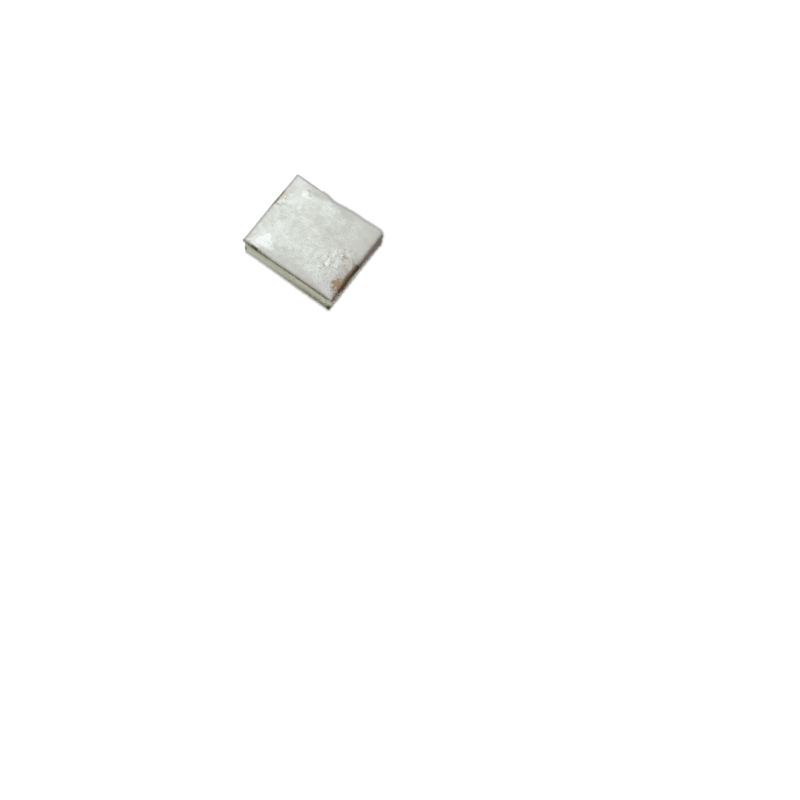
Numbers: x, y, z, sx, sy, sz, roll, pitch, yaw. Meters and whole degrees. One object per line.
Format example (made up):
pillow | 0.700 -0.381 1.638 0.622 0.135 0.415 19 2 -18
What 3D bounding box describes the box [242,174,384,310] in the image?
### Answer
box | -0.070 -0.128 0.896 0.092 0.074 0.029 35 -16 11
